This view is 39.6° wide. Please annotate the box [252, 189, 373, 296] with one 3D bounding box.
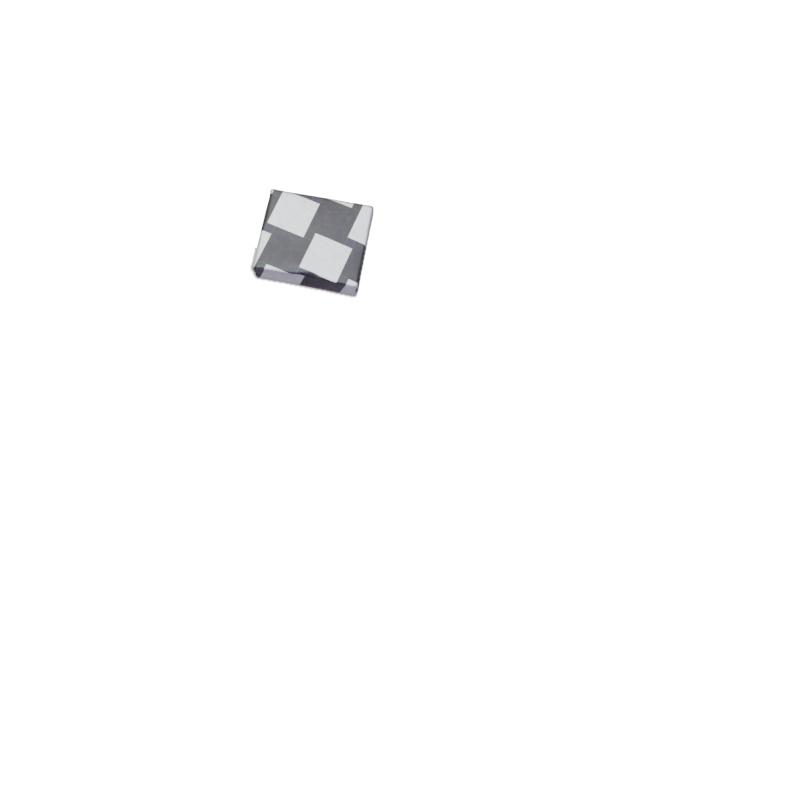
[{"bbox_3d":[-0.073,-0.132,0.924,0.090,0.076,0.029,11,-20,3],"label":"box"}]
